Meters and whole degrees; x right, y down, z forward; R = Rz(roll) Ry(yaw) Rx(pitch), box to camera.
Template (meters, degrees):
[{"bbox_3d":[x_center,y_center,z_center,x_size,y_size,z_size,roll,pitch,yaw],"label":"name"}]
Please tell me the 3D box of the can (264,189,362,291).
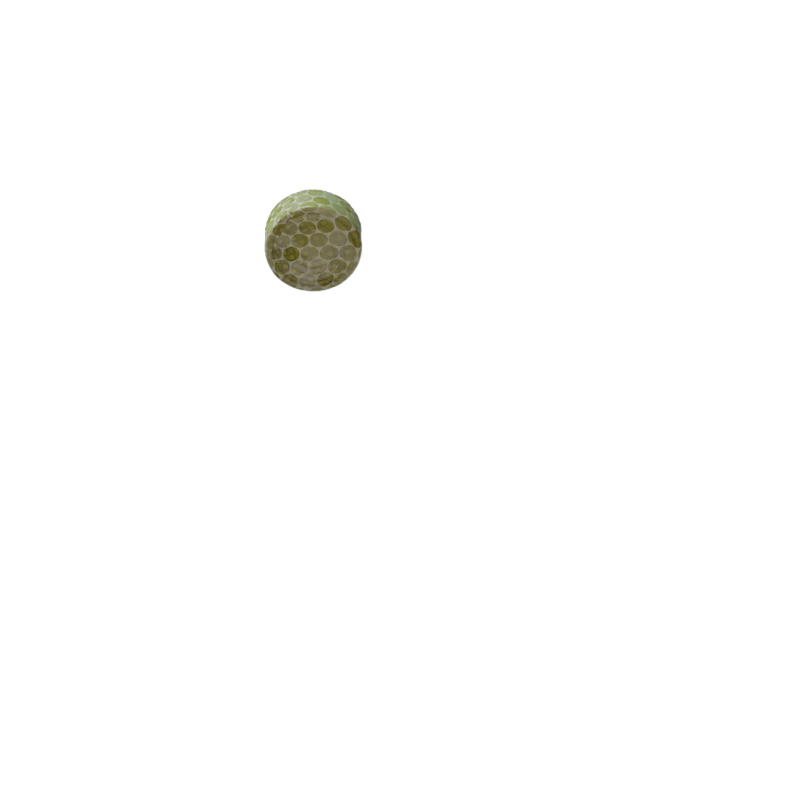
[{"bbox_3d":[-0.076,-0.138,0.967,0.086,0.081,0.036,1,30,-1],"label":"can"}]
